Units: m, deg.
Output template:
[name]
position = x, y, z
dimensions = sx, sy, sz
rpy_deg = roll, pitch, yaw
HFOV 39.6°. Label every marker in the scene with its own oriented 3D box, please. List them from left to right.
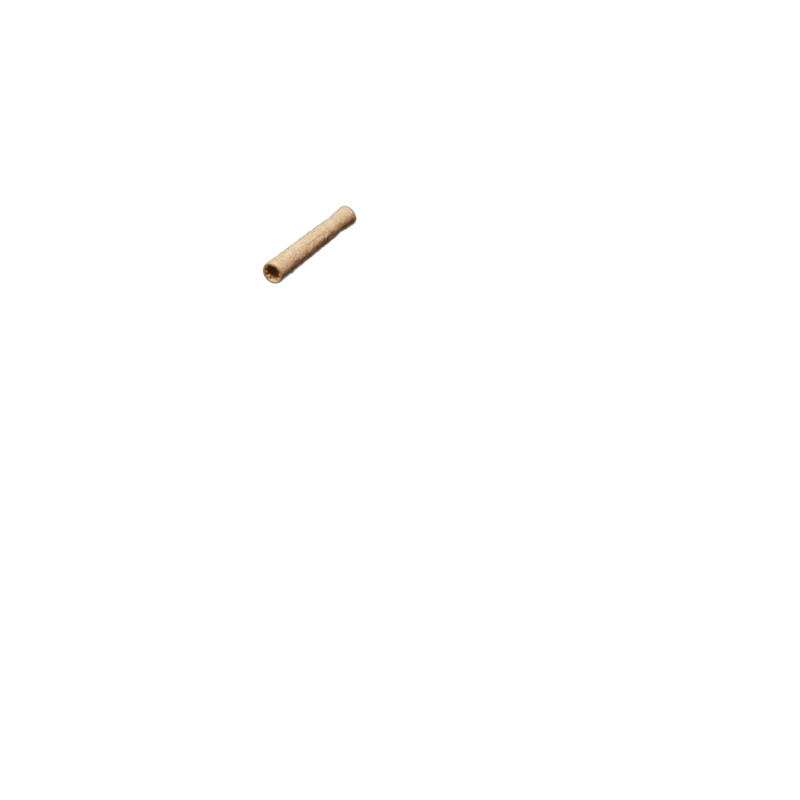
[marker]
position = -0.071, -0.130, 0.908
dimensions = 0.020, 0.019, 0.123
rpy_deg = 2, 31, 32
